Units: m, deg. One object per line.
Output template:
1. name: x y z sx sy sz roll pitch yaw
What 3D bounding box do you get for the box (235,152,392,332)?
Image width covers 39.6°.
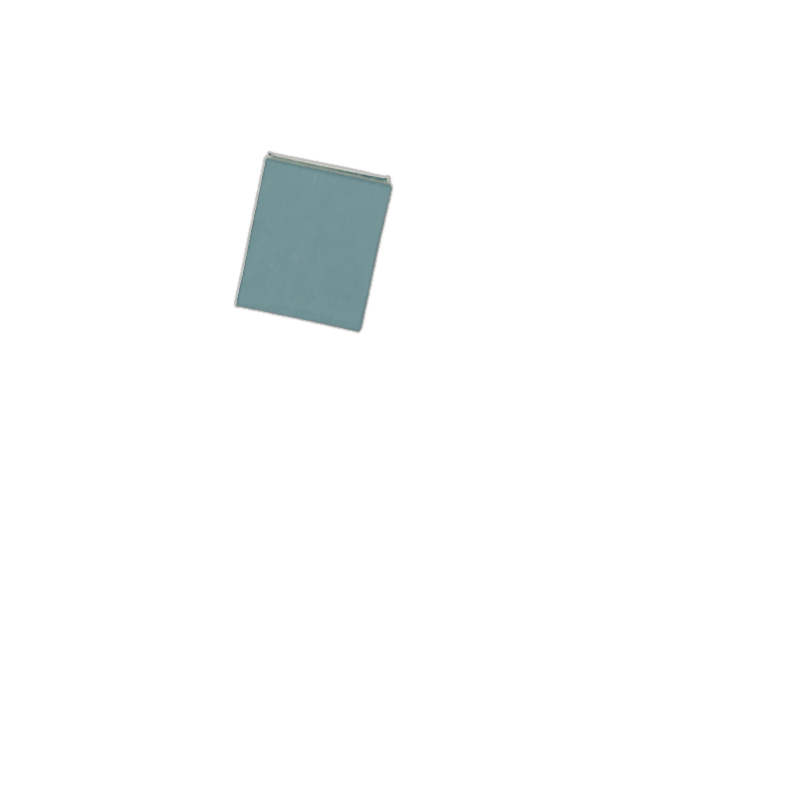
1. box: -0.049 -0.090 0.630 0.073 0.087 0.031 12 10 -3
